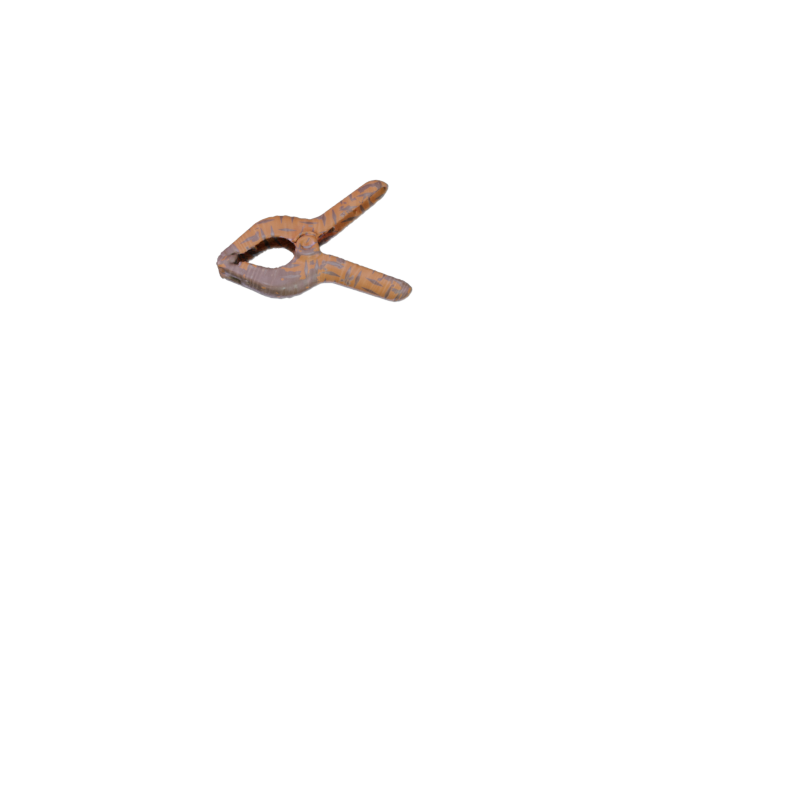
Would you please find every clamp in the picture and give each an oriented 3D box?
[{"bbox_3d":[-0.078,-0.142,0.994,0.171,0.128,0.037,-1,-31,-1],"label":"clamp"}]
